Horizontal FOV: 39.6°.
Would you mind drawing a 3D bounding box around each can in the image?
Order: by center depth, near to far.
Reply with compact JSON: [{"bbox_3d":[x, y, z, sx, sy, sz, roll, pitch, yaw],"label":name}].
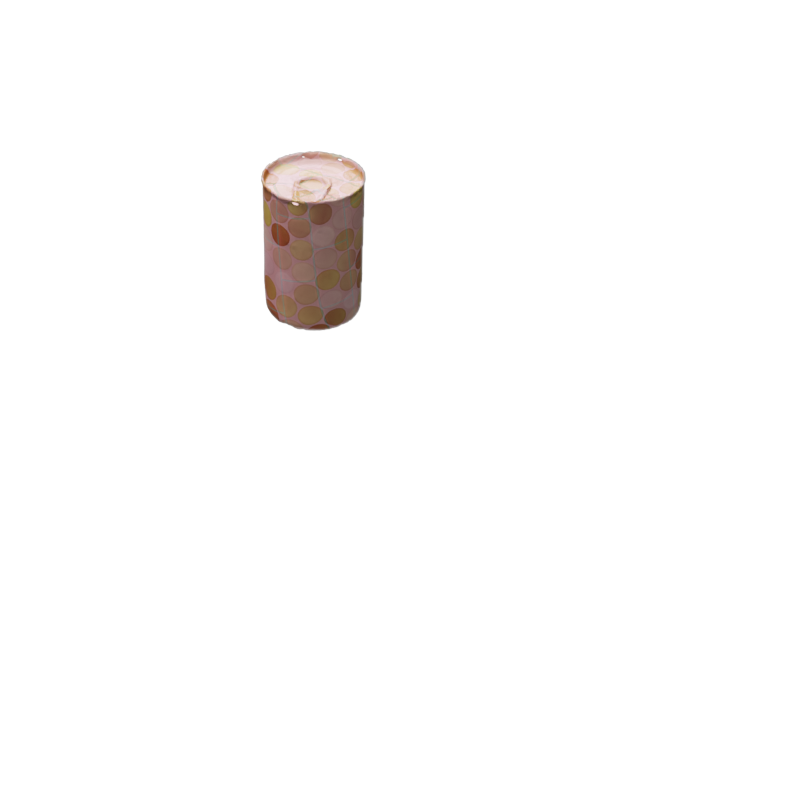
[{"bbox_3d":[-0.058,-0.106,0.745,0.068,0.096,0.073,0,35,-3],"label":"can"}]
